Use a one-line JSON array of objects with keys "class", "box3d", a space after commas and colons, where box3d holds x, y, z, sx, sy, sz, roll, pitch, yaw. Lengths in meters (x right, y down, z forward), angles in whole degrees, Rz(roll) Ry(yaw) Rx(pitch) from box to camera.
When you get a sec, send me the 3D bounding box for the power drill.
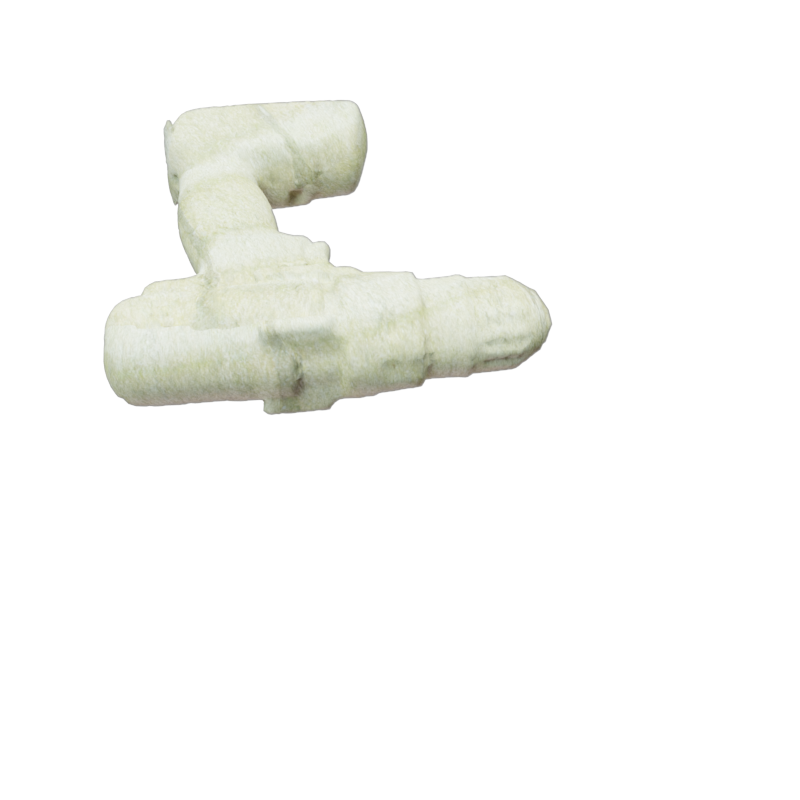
[{"class": "power drill", "box3d": [-0.040, -0.073, 0.514, 0.183, 0.054, 0.202, -4, 39, -6]}]
